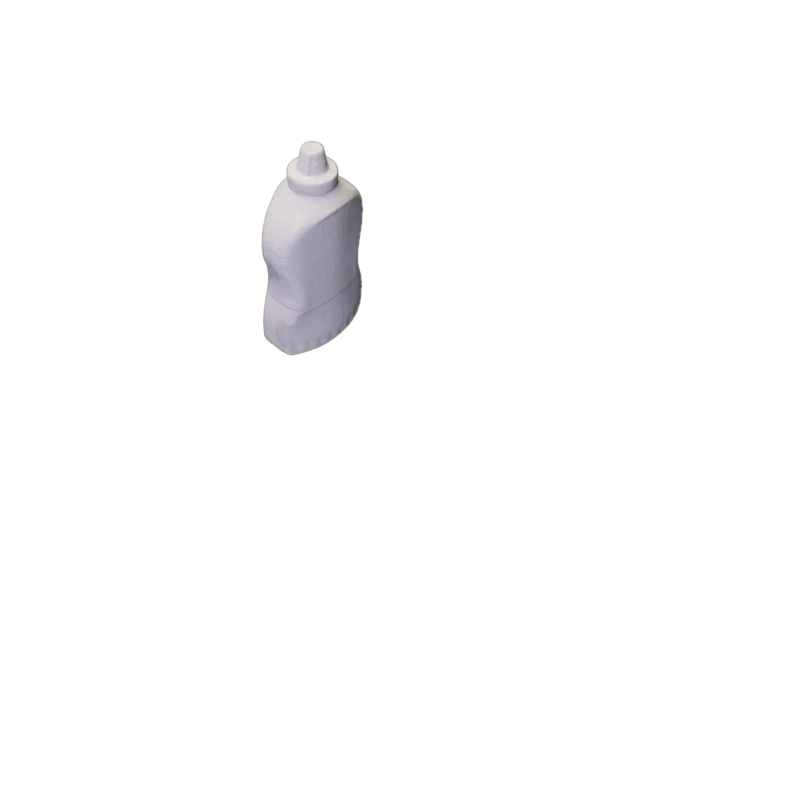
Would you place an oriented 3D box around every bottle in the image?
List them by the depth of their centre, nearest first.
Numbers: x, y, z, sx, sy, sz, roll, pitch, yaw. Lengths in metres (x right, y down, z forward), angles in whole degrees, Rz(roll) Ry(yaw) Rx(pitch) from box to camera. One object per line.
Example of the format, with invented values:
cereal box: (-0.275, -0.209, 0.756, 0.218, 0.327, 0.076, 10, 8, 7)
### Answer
bottle: (-0.072, -0.131, 0.914, 0.062, 0.179, 0.097, 35, 53, 28)
